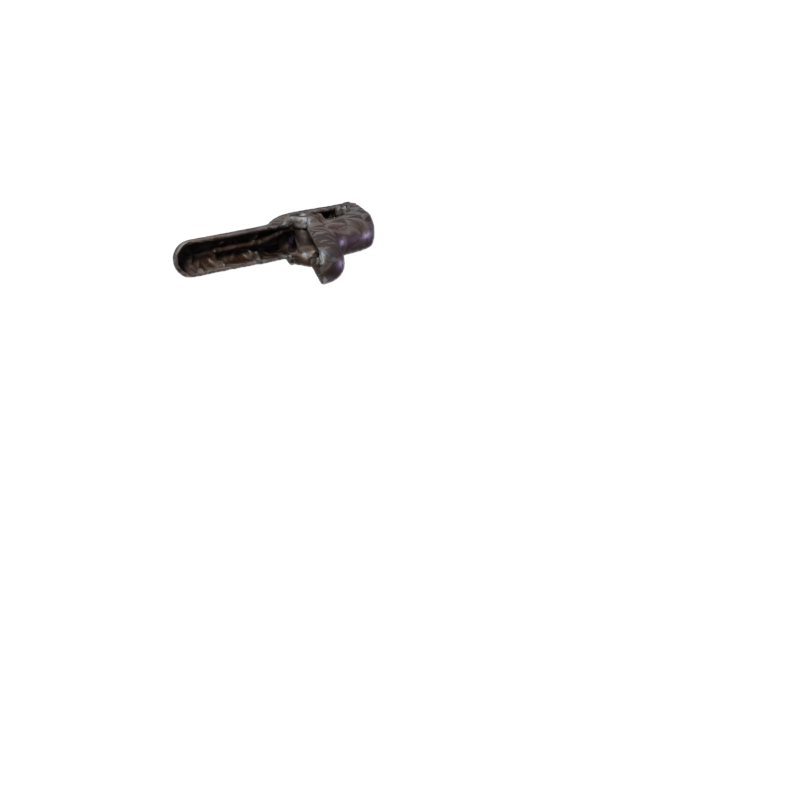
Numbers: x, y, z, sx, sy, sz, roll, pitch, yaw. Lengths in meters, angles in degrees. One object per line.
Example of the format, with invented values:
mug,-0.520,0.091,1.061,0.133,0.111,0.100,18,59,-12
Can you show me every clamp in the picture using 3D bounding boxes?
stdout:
clamp,-0.060,-0.109,0.765,0.126,0.037,0.171,14,27,29
